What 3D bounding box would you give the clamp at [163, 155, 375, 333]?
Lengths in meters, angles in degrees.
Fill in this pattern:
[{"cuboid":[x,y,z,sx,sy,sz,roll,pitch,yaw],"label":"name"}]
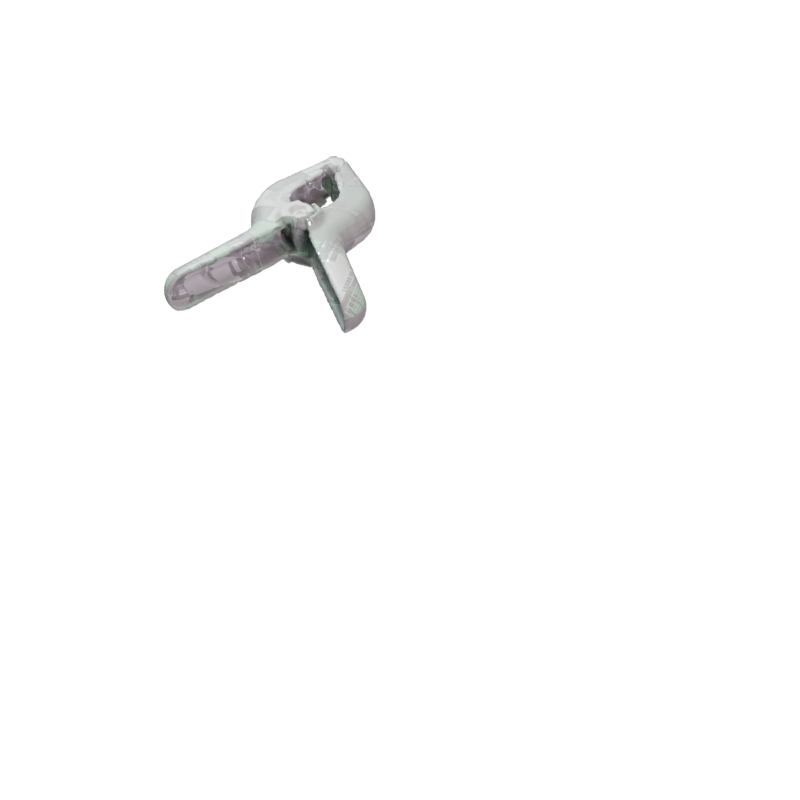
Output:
[{"cuboid":[-0.053,-0.097,0.683,0.124,0.037,0.177,17,44,18],"label":"clamp"}]
